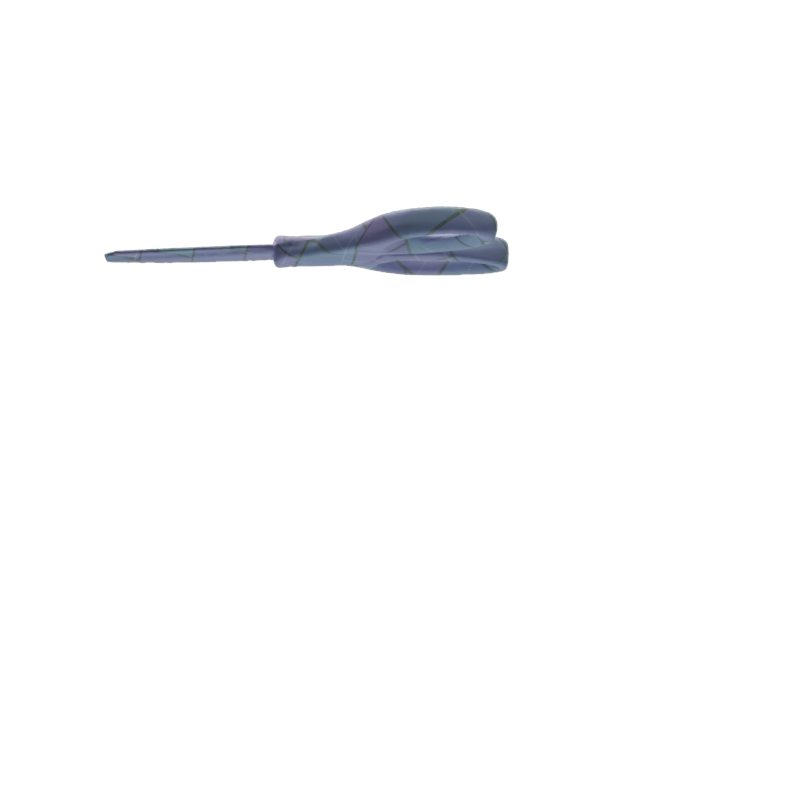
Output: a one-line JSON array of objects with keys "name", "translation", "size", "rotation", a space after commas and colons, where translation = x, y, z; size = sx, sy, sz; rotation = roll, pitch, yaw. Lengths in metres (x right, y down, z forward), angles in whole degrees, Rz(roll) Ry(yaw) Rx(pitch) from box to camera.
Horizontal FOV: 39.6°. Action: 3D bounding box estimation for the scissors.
[{"name": "scissors", "translation": [-0.042, -0.076, 0.533], "size": [0.199, 0.016, 0.094], "rotation": [1, -8, -8]}]
